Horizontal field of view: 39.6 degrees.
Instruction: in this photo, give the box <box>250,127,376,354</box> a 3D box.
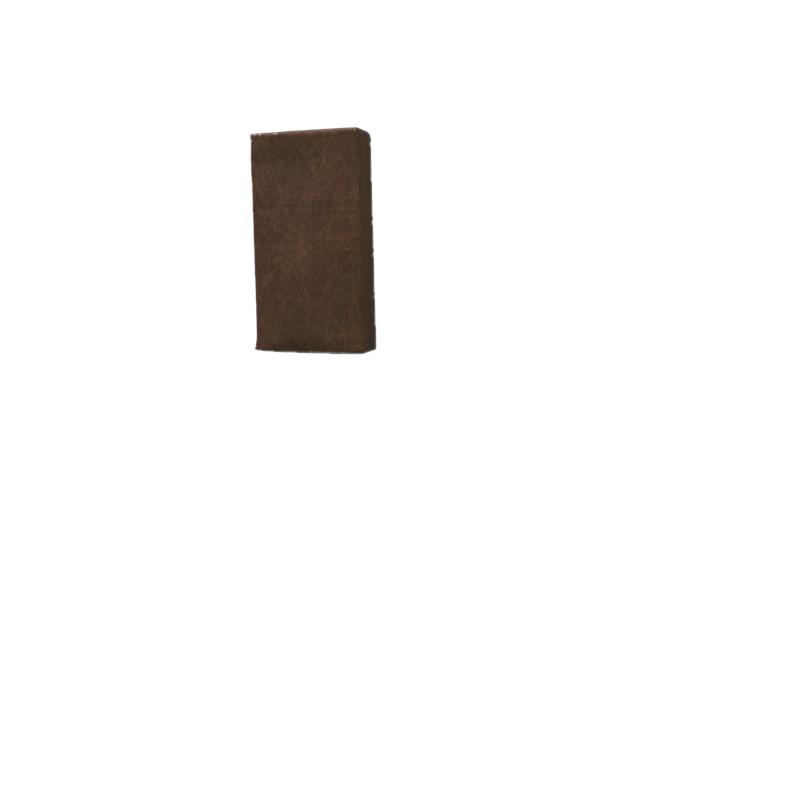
[{"bbox_3d":[-0.069,-0.126,0.885,0.096,0.177,0.047,0,-2,19],"label":"box"}]
